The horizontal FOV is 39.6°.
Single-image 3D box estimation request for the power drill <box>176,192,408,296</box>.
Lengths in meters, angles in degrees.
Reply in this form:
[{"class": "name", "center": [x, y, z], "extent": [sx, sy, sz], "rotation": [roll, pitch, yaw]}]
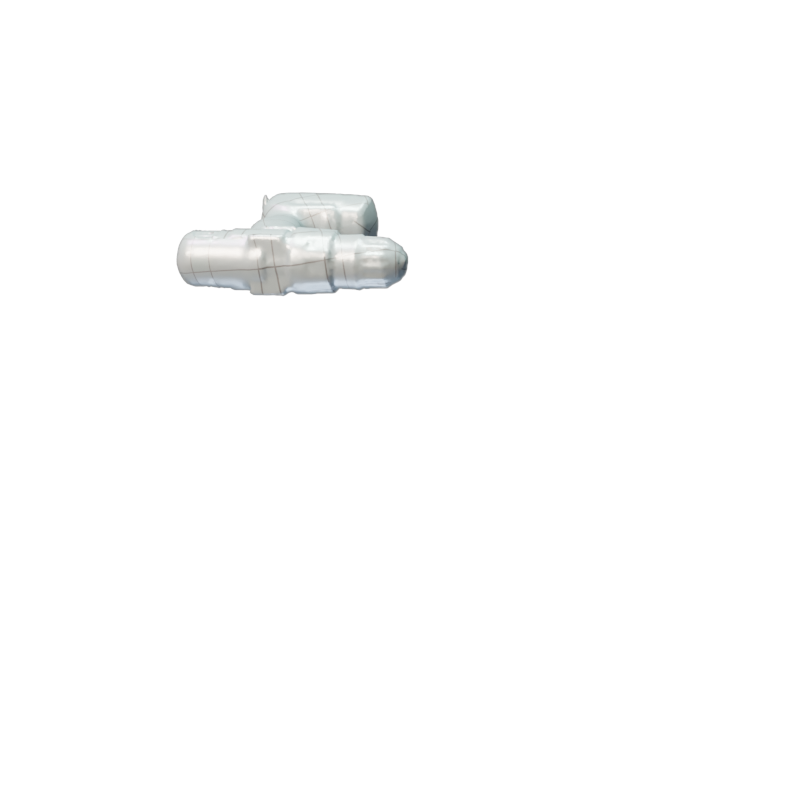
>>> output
[{"class": "power drill", "center": [-0.073, -0.133, 0.929], "extent": [0.188, 0.055, 0.190], "rotation": [4, 18, 12]}]
